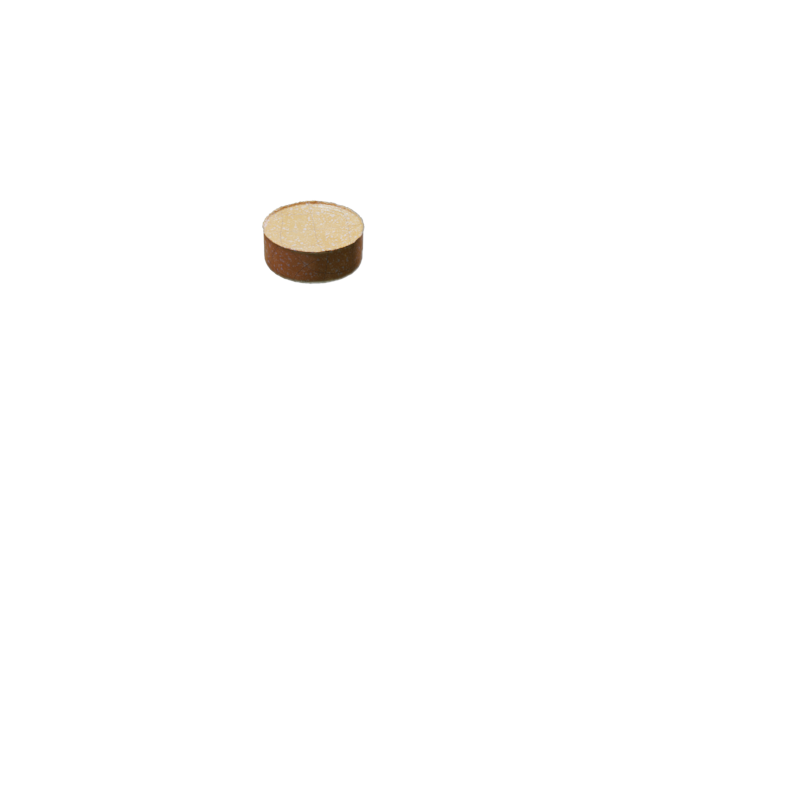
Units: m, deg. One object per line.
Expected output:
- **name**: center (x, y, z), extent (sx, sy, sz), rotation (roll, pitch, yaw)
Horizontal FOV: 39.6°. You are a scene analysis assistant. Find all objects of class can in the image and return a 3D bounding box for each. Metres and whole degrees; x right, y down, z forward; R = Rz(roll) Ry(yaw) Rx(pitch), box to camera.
- **can**: center (-0.074, -0.134, 0.940), extent (0.086, 0.031, 0.092), rotation (-1, 36, -2)
